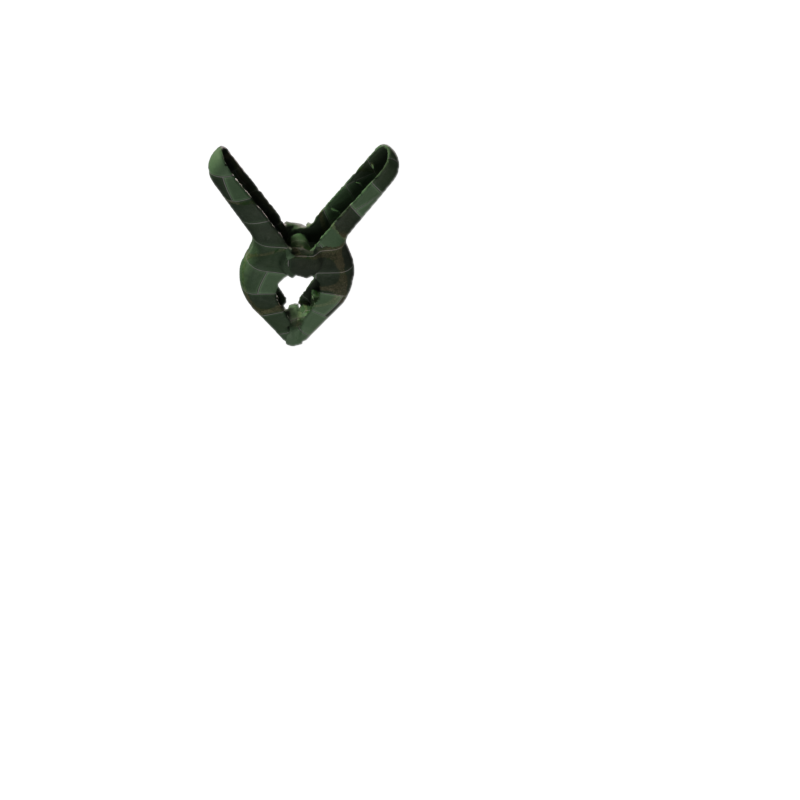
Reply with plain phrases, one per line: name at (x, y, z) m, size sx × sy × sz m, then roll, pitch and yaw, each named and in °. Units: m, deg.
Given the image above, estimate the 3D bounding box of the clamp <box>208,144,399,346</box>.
clamp at (-0.058, -0.107, 0.747) m, size 0.120 × 0.042 × 0.159 m, roll -2°, pitch -42°, yaw 2°
